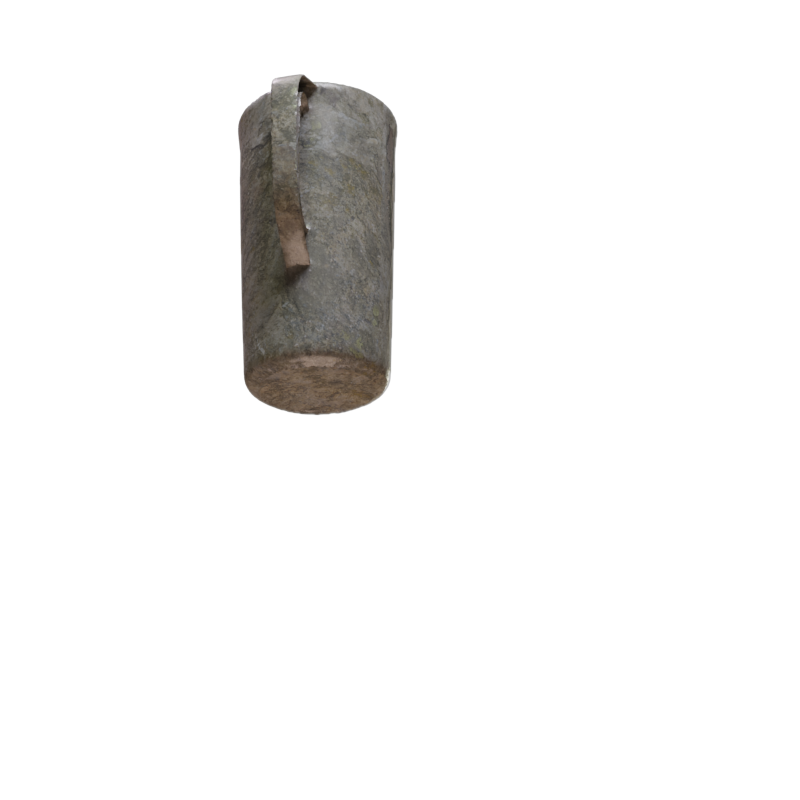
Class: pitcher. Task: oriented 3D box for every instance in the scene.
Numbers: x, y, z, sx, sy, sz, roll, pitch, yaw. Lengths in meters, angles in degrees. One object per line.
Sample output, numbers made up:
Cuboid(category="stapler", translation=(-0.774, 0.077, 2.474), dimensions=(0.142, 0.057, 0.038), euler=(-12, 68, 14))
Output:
Cuboid(category="pitcher", translation=(-0.067, -0.123, 0.861), dimensions=(0.142, 0.258, 0.143), euler=(17, -34, -31))
